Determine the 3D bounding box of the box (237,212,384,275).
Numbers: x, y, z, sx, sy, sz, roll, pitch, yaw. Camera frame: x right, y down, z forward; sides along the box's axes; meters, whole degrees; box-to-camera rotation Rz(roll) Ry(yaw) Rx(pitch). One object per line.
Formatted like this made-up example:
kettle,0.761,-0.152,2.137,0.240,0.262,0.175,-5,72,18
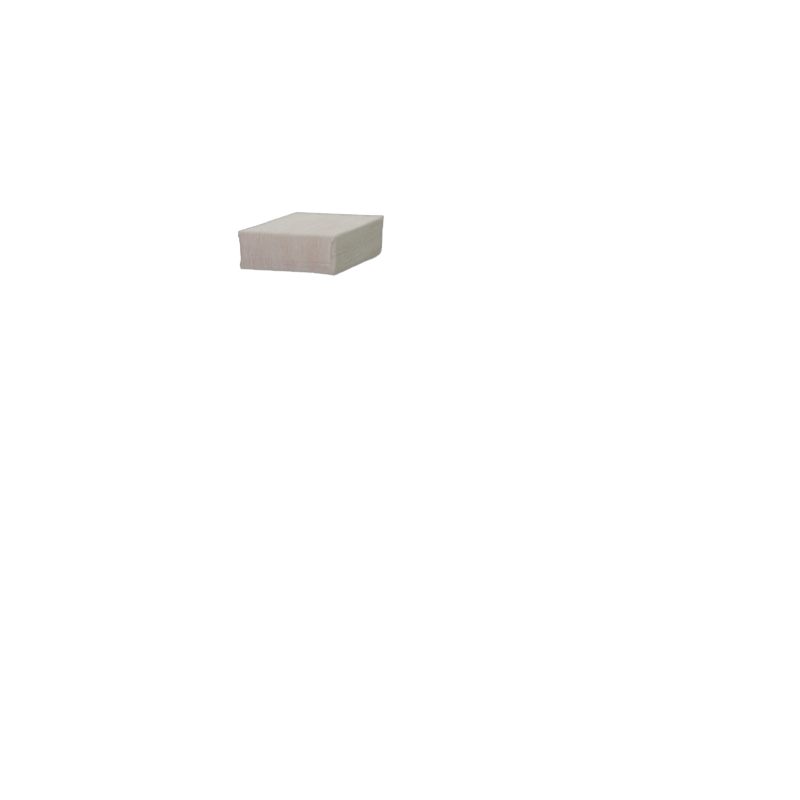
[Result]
box,-0.075,-0.137,0.961,0.093,0.038,0.113,6,17,22
